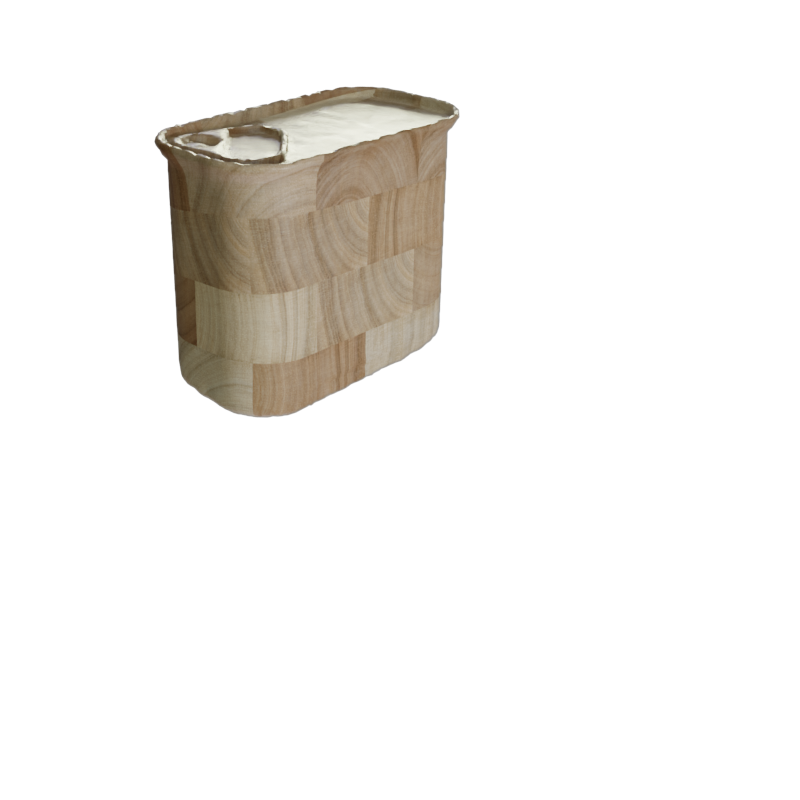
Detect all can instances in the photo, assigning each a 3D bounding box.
[{"bbox_3d":[-0.029,-0.053,0.369,0.061,0.080,0.101,21,32,38],"label":"can"}]
